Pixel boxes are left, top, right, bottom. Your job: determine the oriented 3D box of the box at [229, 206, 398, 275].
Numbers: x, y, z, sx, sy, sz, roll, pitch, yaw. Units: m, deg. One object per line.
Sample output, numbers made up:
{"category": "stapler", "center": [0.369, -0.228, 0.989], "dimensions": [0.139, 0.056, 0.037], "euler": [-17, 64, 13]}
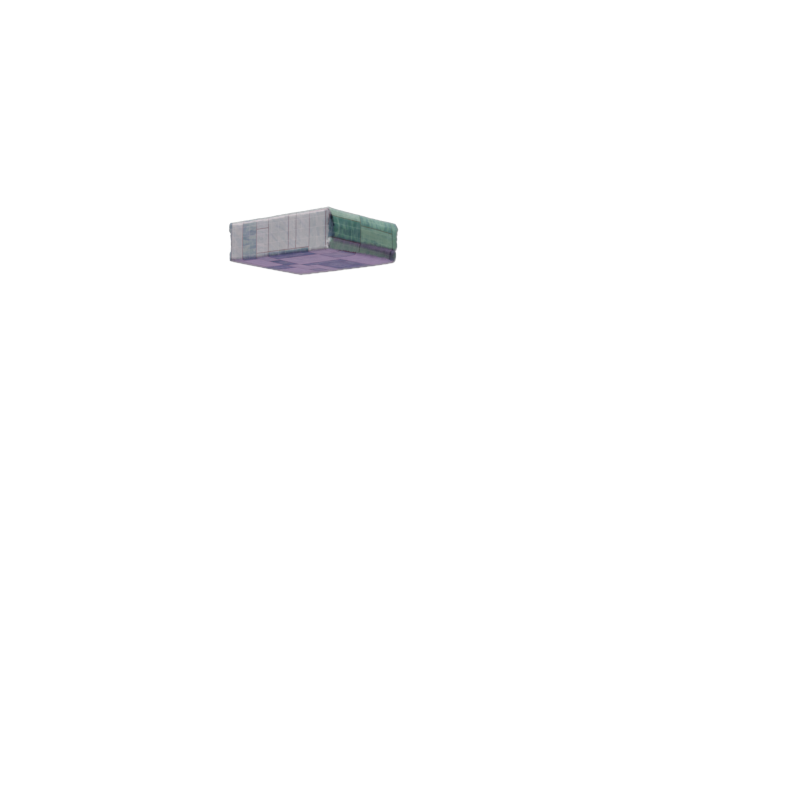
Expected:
{"category": "box", "center": [-0.058, -0.106, 0.740], "dimensions": [0.092, 0.031, 0.070], "euler": [-3, -4, 38]}
